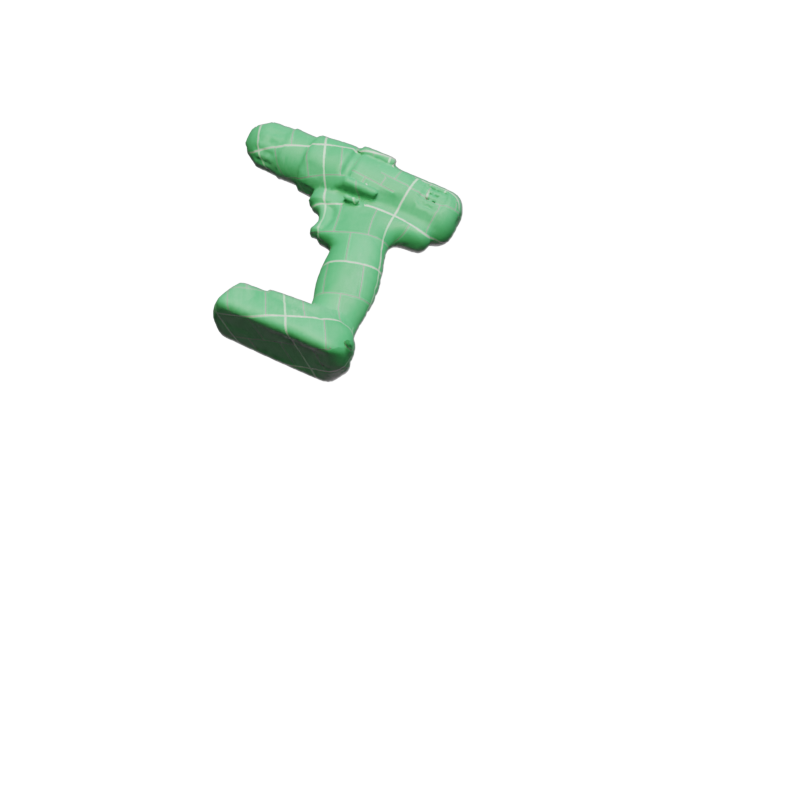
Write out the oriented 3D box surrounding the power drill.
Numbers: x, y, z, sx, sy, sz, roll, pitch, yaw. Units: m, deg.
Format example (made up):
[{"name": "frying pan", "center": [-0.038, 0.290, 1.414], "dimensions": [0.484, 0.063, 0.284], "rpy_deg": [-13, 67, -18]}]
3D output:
[{"name": "power drill", "center": [-0.066, -0.121, 0.847], "dimensions": [0.190, 0.194, 0.054], "rpy_deg": [22, -28, 12]}]
